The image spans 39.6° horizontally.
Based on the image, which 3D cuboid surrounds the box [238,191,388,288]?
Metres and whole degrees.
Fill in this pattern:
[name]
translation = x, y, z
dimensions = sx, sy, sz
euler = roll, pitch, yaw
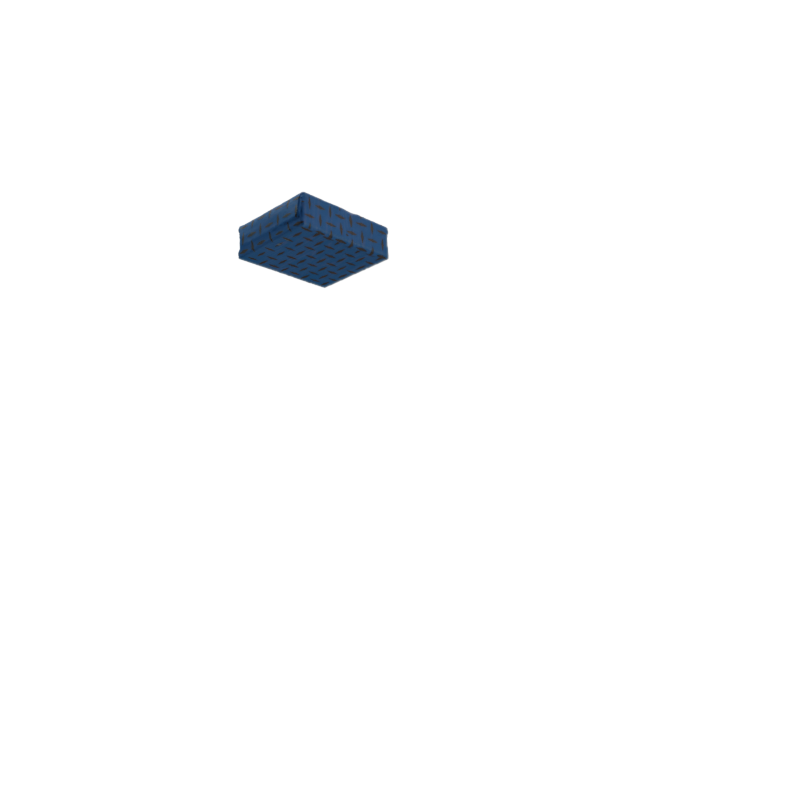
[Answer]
[box]
translation = -0.065, -0.118, 0.826
dimensions = 0.084, 0.032, 0.074
euler = 18, -27, -40
